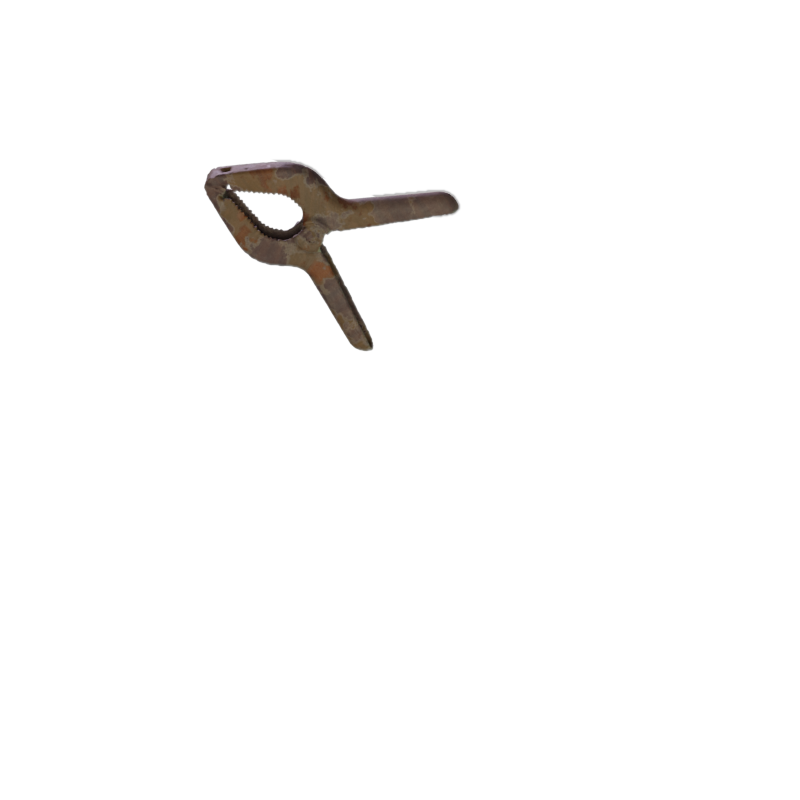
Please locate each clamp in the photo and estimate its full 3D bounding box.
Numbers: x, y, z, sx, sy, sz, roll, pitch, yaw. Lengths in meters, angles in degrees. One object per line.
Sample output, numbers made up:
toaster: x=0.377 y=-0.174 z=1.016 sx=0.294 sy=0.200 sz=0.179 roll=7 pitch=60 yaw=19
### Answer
clamp: x=-0.075 y=-0.137 z=0.960 sx=0.206 sy=0.159 sz=0.038 roll=20 pitch=22 yaw=-8
